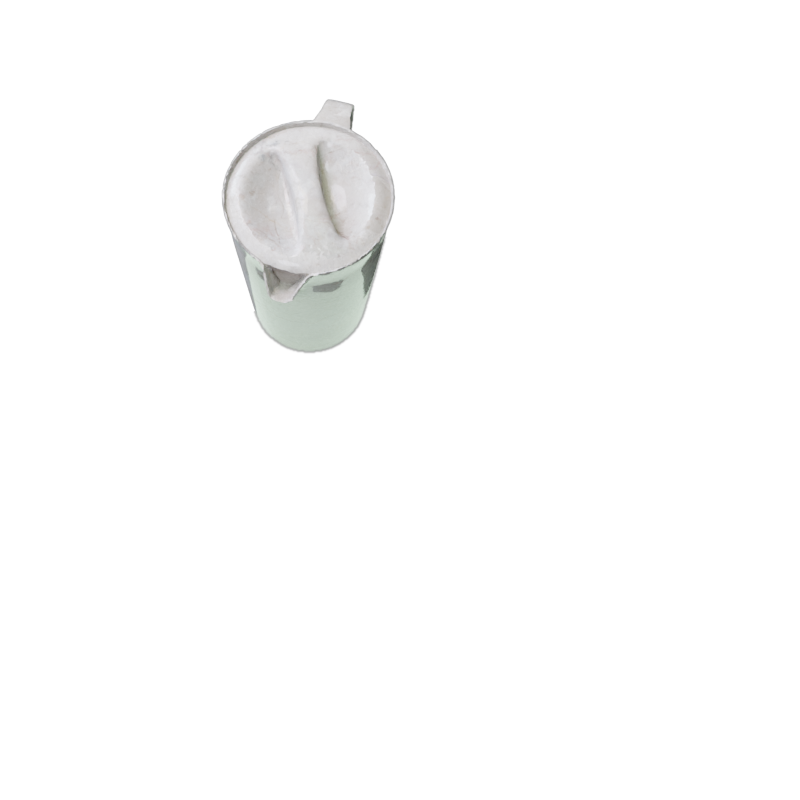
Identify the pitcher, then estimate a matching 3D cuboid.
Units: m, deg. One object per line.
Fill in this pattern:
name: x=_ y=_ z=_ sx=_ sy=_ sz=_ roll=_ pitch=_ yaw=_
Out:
pitcher: x=-0.075 y=-0.137 z=0.960 sx=0.149 sy=0.152 sz=0.232 roll=-30 pitch=-14 yaw=-12
